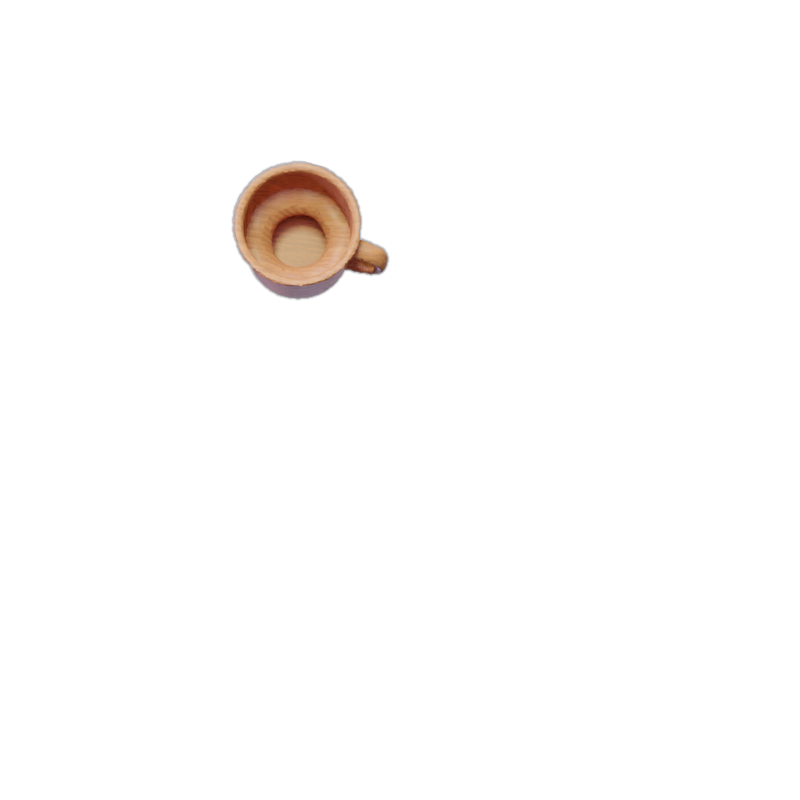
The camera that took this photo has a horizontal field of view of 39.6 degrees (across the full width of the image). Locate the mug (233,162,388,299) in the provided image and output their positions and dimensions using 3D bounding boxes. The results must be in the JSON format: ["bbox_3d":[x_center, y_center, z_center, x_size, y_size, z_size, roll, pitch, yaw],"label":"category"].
[{"bbox_3d":[-0.066,-0.120,0.840,0.118,0.096,0.079,15,-11,2],"label":"mug"}]
